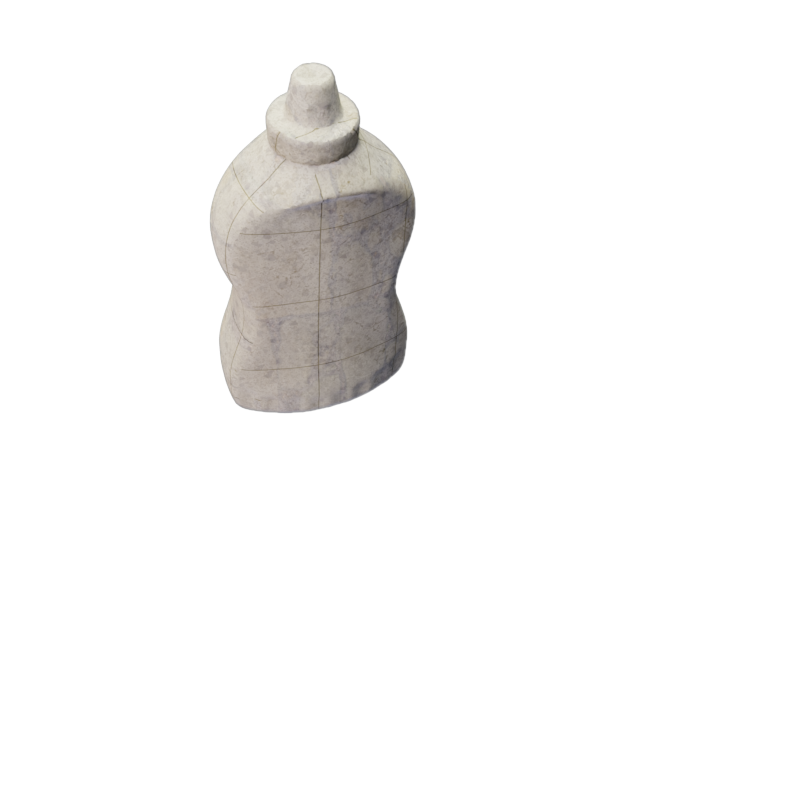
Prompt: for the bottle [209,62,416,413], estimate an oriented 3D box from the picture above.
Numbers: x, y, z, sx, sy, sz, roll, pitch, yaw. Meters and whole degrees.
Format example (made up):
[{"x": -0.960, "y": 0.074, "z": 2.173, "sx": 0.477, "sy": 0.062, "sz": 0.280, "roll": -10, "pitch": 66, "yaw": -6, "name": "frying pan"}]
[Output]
[{"x": -0.041, "y": -0.076, "z": 0.528, "sx": 0.095, "sy": 0.063, "sz": 0.179, "roll": -11, "pitch": -41, "yaw": -13, "name": "bottle"}]
